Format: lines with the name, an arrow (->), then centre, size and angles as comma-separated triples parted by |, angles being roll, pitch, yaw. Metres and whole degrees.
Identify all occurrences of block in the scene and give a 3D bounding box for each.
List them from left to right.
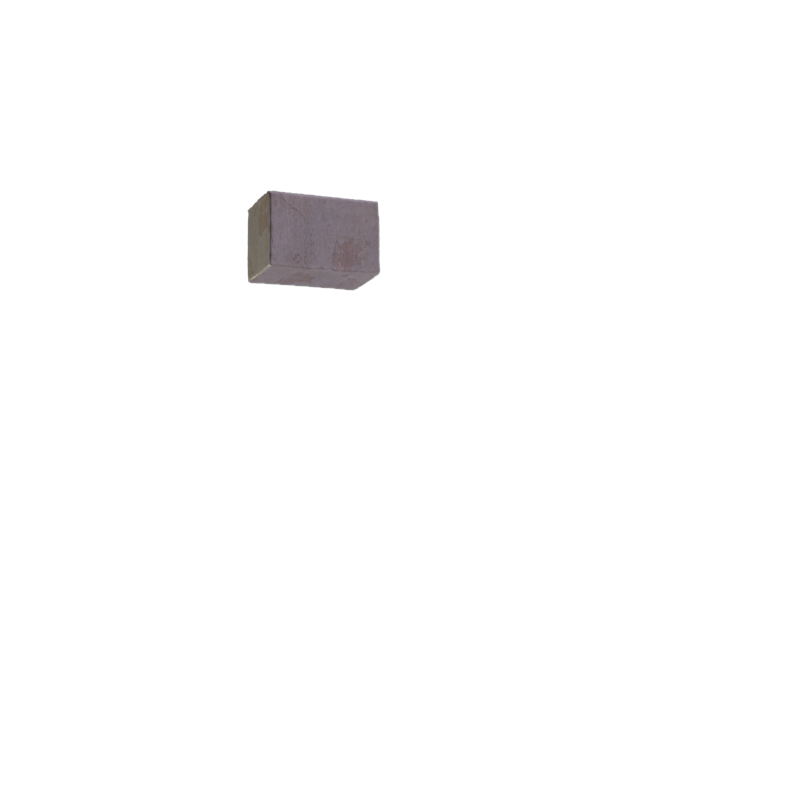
block -> -0.058, -0.105, 0.736 | 0.076, 0.053, 0.053 | 3, -12, -21
